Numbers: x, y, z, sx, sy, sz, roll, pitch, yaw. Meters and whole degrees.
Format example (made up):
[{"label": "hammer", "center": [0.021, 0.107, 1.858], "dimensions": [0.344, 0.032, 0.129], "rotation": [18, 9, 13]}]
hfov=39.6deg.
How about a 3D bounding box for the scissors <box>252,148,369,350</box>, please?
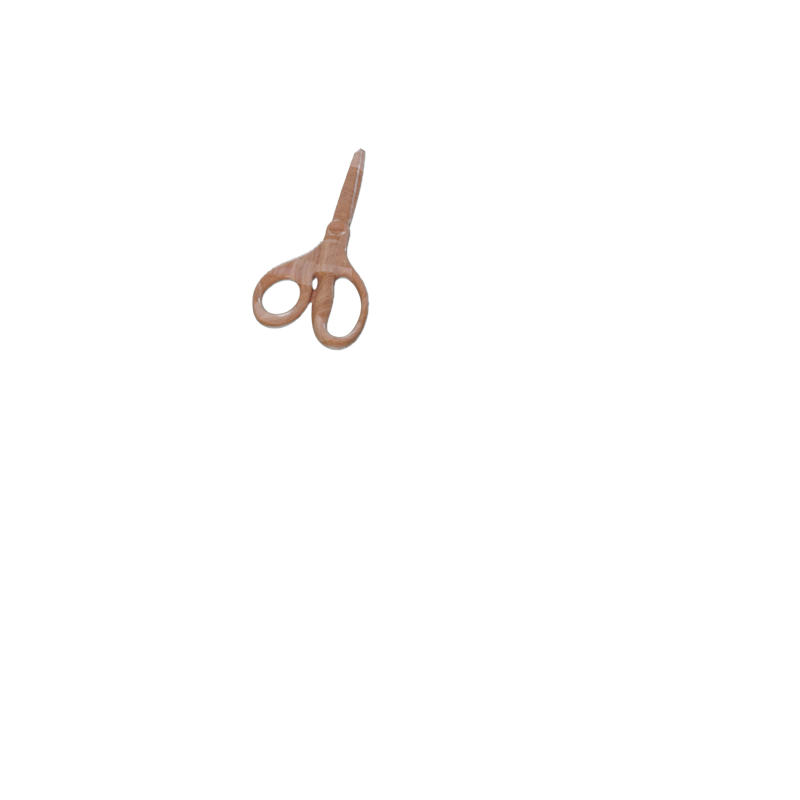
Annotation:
[{"label": "scissors", "center": [-0.068, -0.124, 0.868], "dimensions": [0.096, 0.217, 0.015], "rotation": [-4, -38, -3]}]
